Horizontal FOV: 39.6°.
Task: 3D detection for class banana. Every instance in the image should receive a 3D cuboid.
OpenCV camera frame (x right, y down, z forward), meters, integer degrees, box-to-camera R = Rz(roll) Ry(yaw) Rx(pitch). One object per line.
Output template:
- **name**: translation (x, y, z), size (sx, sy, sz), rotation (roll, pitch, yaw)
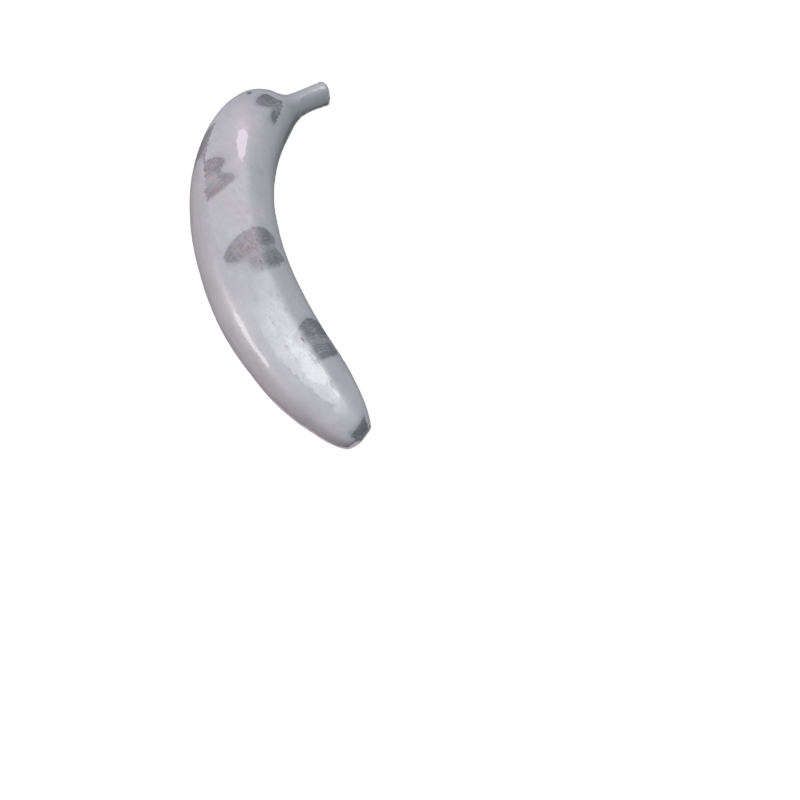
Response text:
- **banana**: translation (-0.056, -0.071, 0.482), size (0.069, 0.212, 0.034), rotation (-5, -33, -4)
